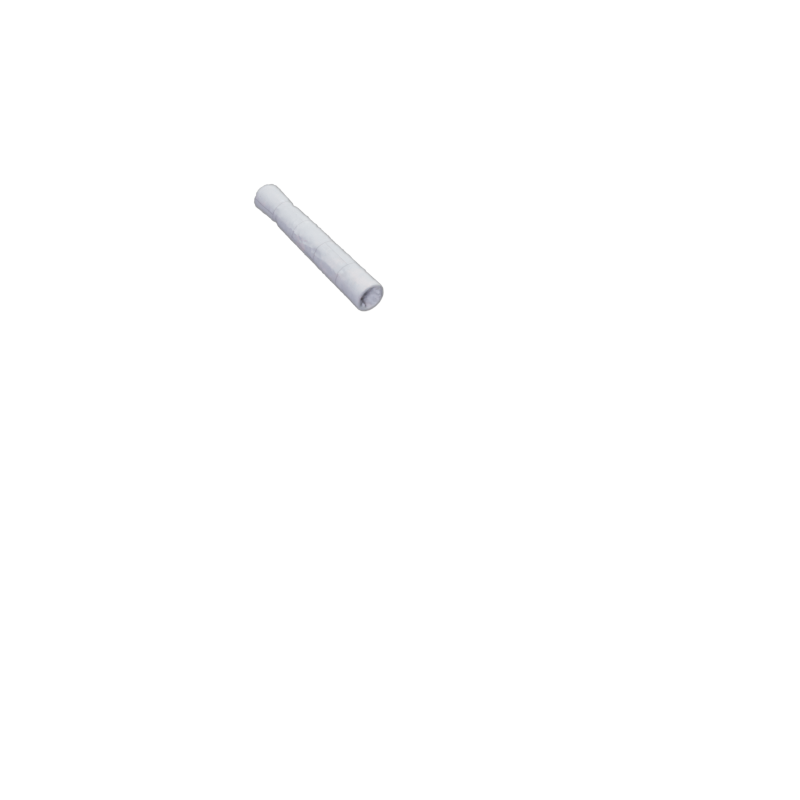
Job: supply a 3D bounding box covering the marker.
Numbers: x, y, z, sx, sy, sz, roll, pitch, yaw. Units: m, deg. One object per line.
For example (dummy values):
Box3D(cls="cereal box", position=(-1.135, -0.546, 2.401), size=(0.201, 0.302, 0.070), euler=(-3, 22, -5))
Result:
Box3D(cls="marker", position=(-0.052, -0.094, 0.659), size=(0.019, 0.019, 0.131), euler=(-3, 37, -40))
